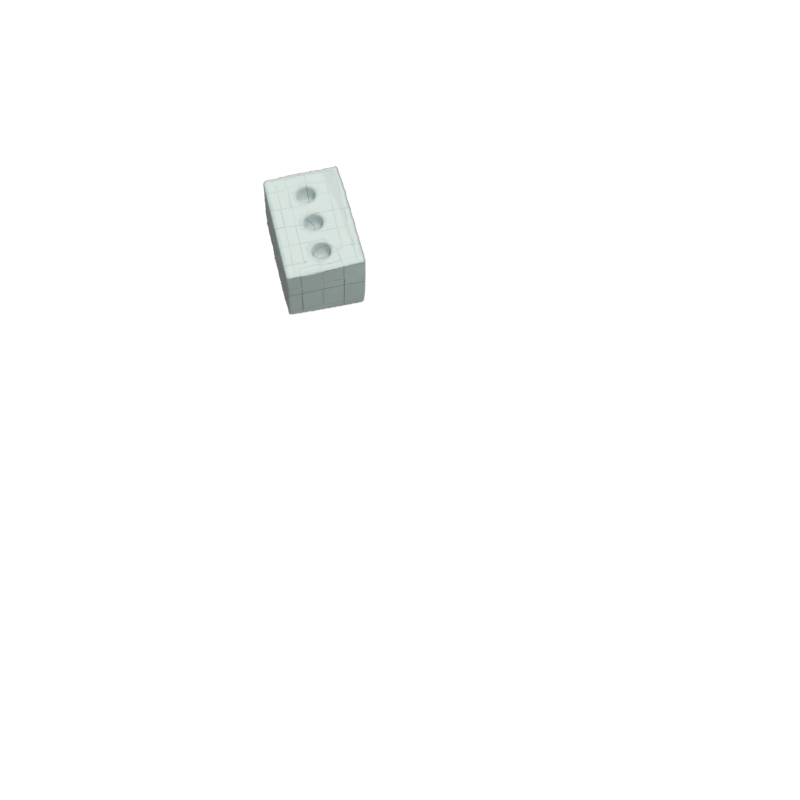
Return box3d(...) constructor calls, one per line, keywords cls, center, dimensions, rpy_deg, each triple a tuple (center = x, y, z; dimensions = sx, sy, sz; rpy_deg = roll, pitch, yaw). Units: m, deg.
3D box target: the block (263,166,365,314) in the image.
box3d(cls="block", center=(-0.057, -0.105, 0.733), dimensions=(0.052, 0.083, 0.048), rpy_deg=(-13, -27, -8))
